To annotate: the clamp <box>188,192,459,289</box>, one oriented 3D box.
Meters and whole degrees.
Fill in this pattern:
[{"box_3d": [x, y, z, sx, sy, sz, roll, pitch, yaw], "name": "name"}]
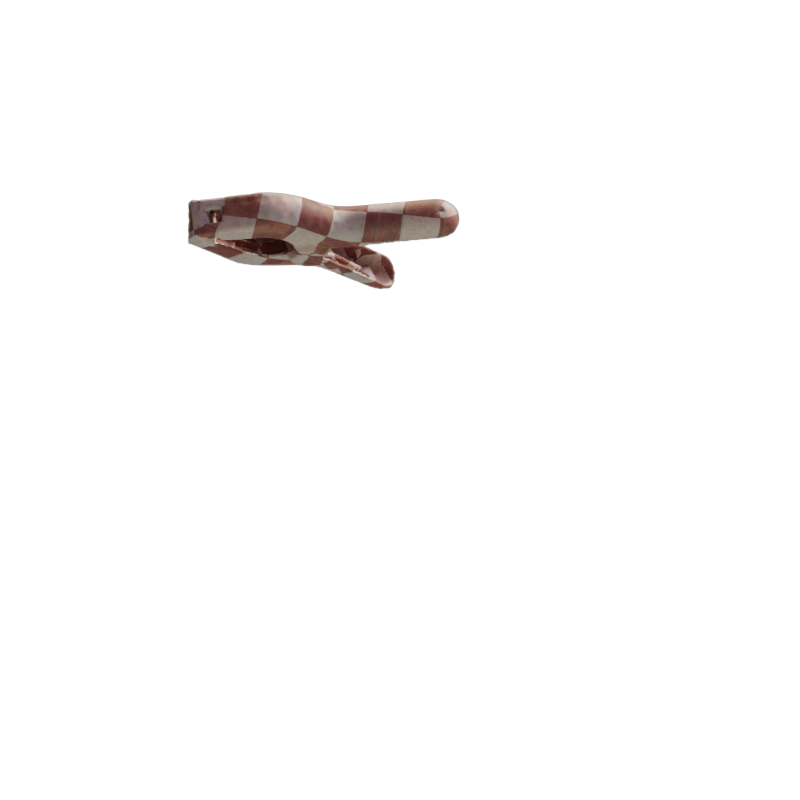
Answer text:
[{"box_3d": [-0.058, -0.106, 0.741, 0.169, 0.041, 0.115, 4, -23, -10], "name": "clamp"}]
